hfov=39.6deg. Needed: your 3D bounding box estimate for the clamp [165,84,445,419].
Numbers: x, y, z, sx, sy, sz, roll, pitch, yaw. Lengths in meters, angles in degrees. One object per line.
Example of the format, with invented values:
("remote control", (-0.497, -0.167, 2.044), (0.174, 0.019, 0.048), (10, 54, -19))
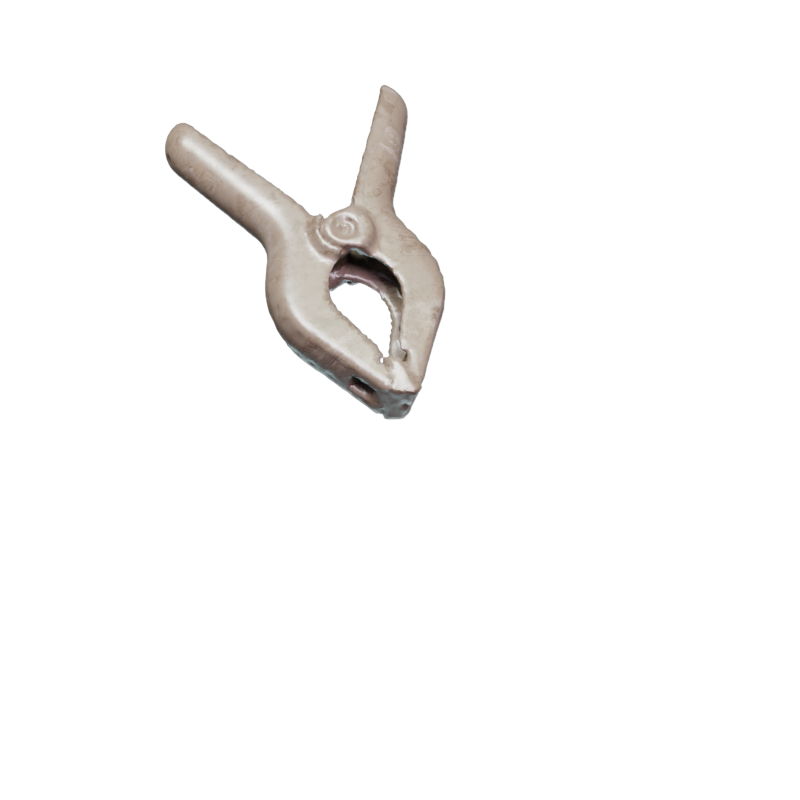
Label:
("clamp", (-0.039, -0.071, 0.500), (0.119, 0.184, 0.037), (-10, -32, -7))
